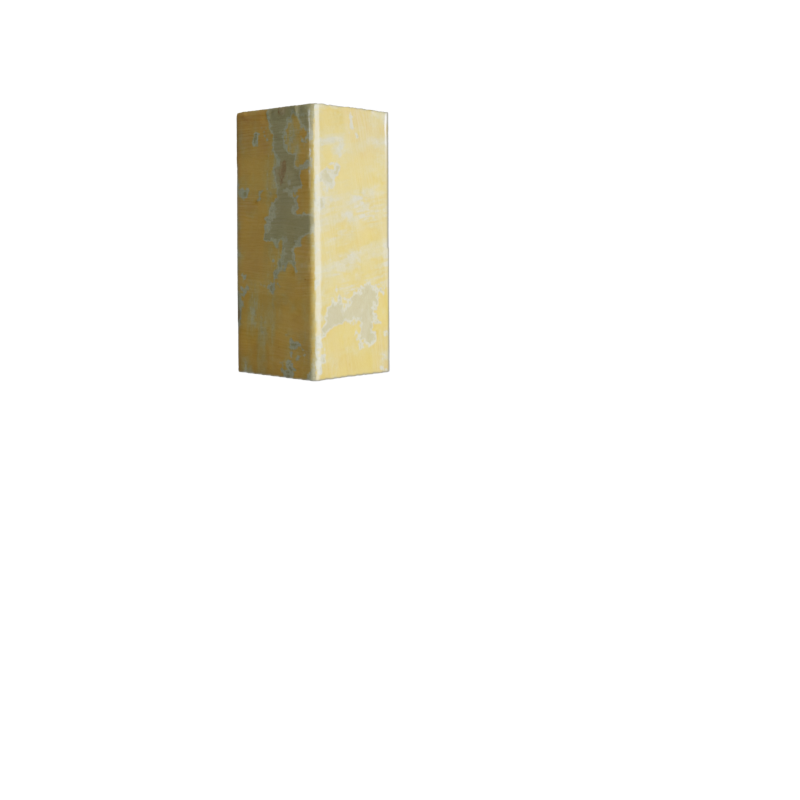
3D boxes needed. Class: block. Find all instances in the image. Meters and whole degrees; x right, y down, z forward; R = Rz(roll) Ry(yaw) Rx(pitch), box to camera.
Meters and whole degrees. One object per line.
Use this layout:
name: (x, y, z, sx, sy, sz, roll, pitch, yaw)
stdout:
block: (-0.070, -0.126, 0.880, 0.094, 0.206, 0.087, 2, 2, 42)
